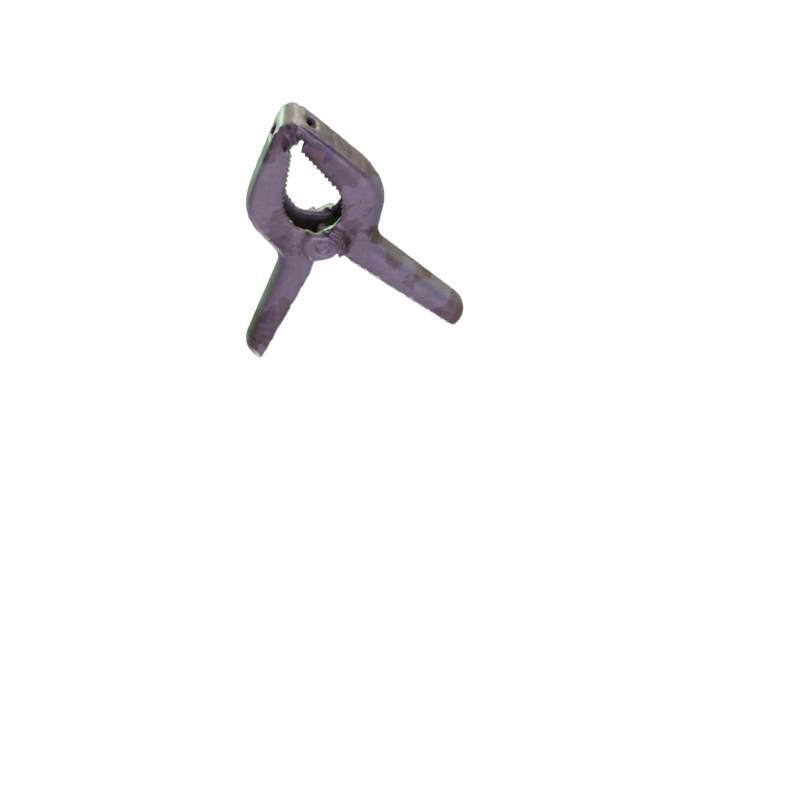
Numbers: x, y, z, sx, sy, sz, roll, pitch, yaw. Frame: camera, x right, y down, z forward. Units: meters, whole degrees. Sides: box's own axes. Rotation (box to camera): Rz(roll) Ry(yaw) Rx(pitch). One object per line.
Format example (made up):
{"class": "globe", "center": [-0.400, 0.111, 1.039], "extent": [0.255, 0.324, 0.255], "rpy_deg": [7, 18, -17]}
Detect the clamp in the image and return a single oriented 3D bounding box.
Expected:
{"class": "clamp", "center": [-0.061, -0.111, 0.781], "extent": [0.166, 0.194, 0.039], "rpy_deg": [-15, 40, 13]}
